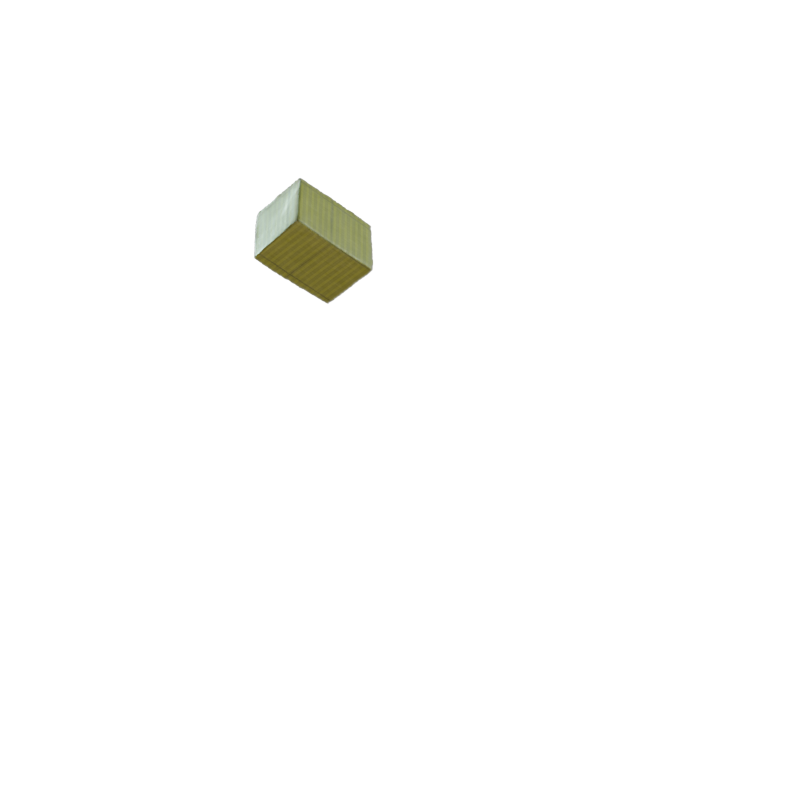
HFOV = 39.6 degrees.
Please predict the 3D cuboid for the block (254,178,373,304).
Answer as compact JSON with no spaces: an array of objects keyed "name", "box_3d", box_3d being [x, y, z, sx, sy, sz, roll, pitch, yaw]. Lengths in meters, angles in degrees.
[{"name":"block","box_3d":[-0.066,-0.121,0.848,0.073,0.055,0.052,32,-52,-31]}]
